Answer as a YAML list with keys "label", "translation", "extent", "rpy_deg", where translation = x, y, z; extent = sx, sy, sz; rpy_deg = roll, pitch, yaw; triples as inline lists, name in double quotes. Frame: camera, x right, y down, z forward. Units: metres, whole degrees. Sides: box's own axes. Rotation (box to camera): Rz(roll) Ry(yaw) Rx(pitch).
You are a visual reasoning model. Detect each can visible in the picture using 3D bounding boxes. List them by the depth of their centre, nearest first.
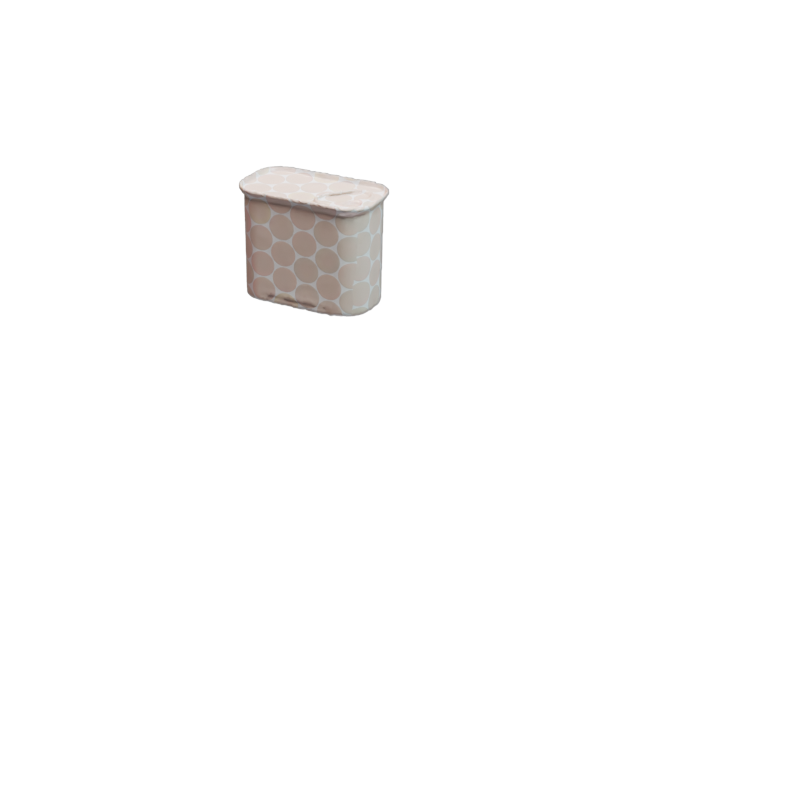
- label: "can"
  translation: [-0.061, -0.111, 0.777]
  extent: [0.106, 0.079, 0.058]
  rpy_deg: [14, 29, 23]
